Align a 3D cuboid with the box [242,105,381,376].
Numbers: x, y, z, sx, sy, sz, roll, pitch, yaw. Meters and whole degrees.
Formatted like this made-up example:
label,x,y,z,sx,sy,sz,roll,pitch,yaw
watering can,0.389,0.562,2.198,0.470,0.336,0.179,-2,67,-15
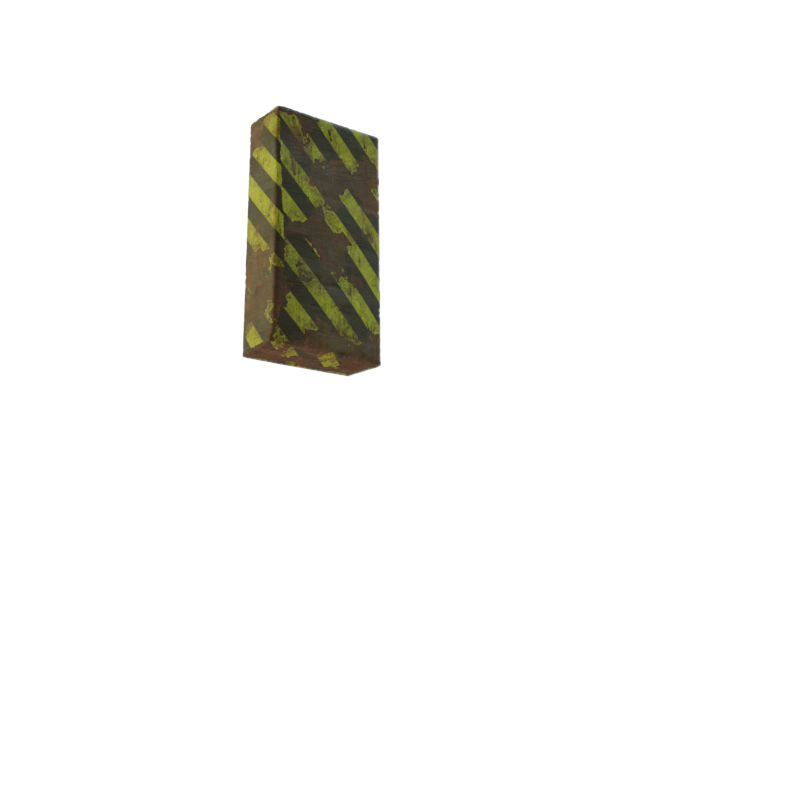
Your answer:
label,x,y,z,sx,sy,sz,roll,pitch,yaw
box,-0.062,-0.112,0.787,0.089,0.185,0.048,13,-26,-34
